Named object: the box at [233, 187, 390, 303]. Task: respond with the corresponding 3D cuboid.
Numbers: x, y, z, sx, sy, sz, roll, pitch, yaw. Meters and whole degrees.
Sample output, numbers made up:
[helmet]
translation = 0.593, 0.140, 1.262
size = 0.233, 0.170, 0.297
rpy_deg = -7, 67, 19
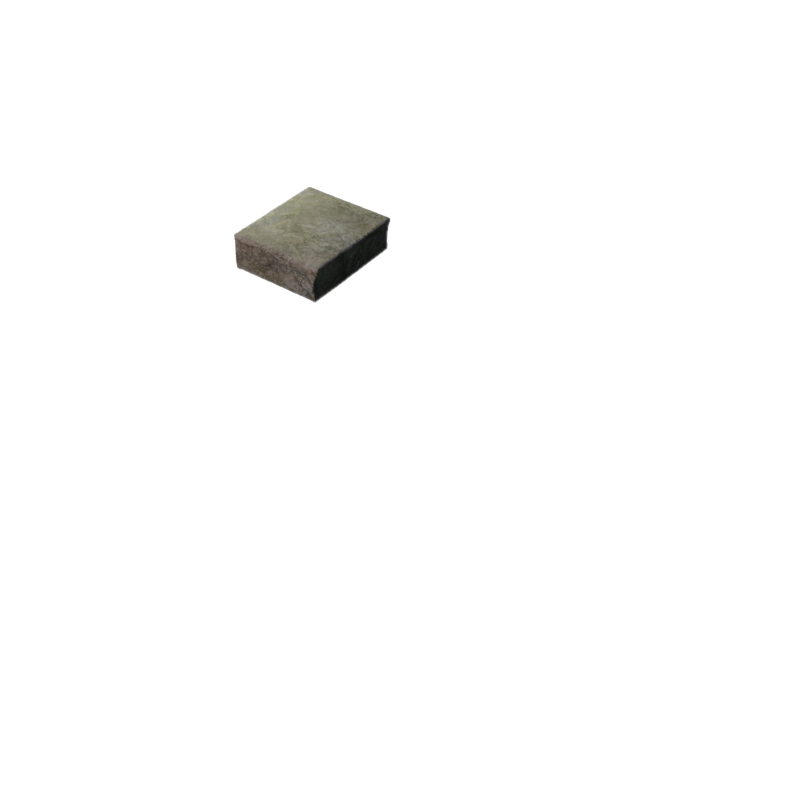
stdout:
[box]
translation = -0.076, -0.138, 0.967
size = 0.095, 0.036, 0.115
rpy_deg = 23, 43, 26
